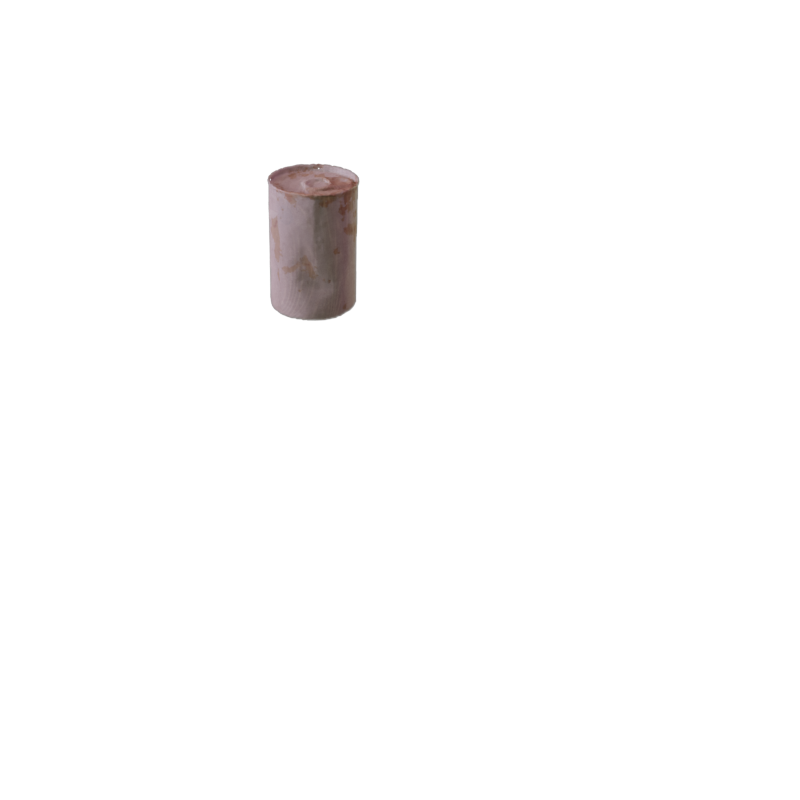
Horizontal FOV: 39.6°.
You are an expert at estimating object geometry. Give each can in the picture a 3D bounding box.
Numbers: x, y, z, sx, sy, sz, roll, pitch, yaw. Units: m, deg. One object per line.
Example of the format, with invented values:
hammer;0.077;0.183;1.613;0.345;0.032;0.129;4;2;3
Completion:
can;-0.066;-0.120;0.838;0.068;0.097;0.072;0;26;-2
